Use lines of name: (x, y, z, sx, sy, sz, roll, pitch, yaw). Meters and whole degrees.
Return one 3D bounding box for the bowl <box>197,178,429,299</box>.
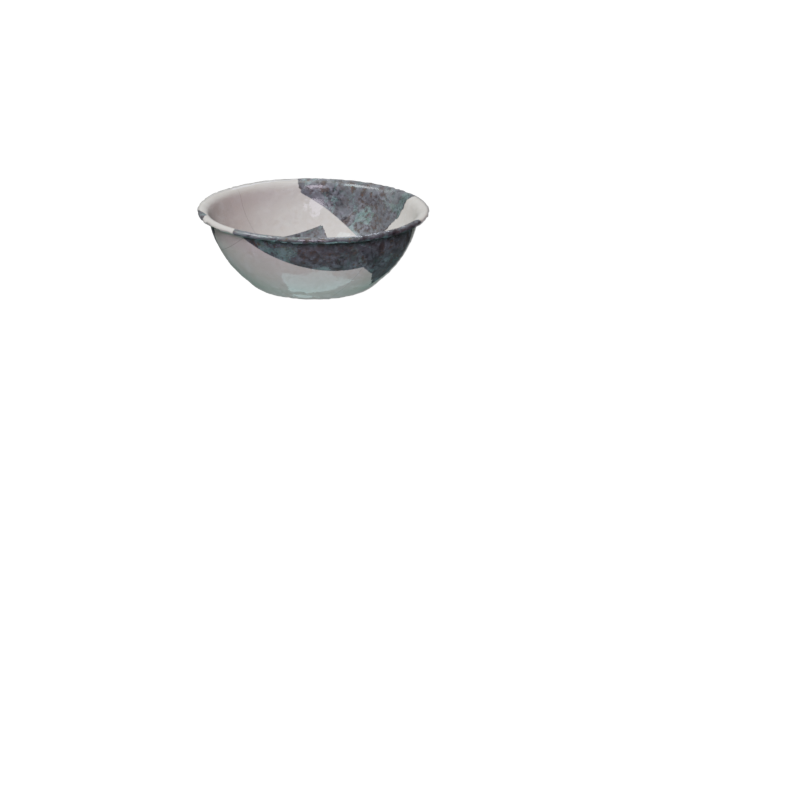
bowl: (-0.061, -0.112, 0.782, 0.162, 0.052, 0.170, -1, 24, -2)
